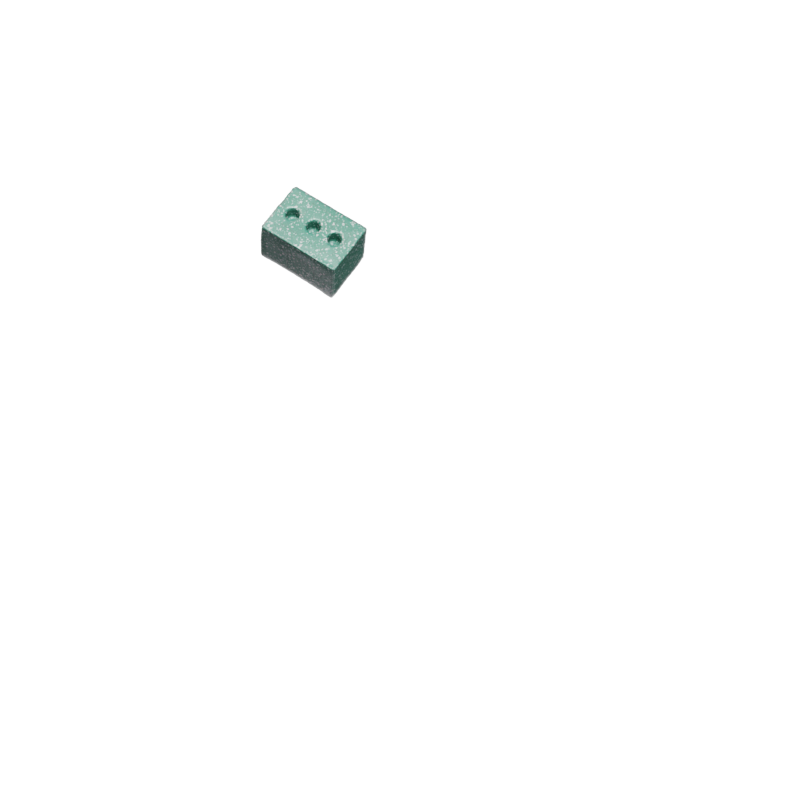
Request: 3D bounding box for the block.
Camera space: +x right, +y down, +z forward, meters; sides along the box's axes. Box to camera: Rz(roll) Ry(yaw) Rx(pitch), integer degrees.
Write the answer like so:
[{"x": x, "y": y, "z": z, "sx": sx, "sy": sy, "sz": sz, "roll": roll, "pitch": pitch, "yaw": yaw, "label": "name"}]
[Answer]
[{"x": -0.075, "y": -0.138, "z": 0.963, "sx": 0.081, "sy": 0.054, "sz": 0.048, "roll": 31, "pitch": -24, "yaw": 15, "label": "block"}]
